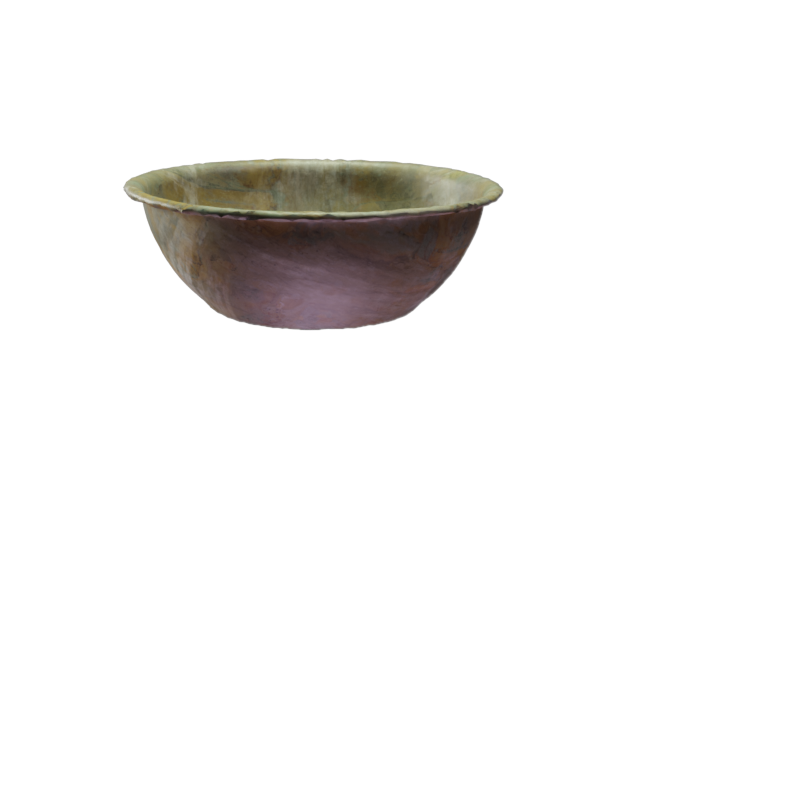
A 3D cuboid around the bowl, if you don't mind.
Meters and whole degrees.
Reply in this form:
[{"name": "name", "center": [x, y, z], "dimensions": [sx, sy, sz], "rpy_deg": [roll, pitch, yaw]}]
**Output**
[{"name": "bowl", "center": [-0.038, -0.069, 0.482], "dimensions": [0.162, 0.053, 0.168], "rpy_deg": [-1, 18, -2]}]
